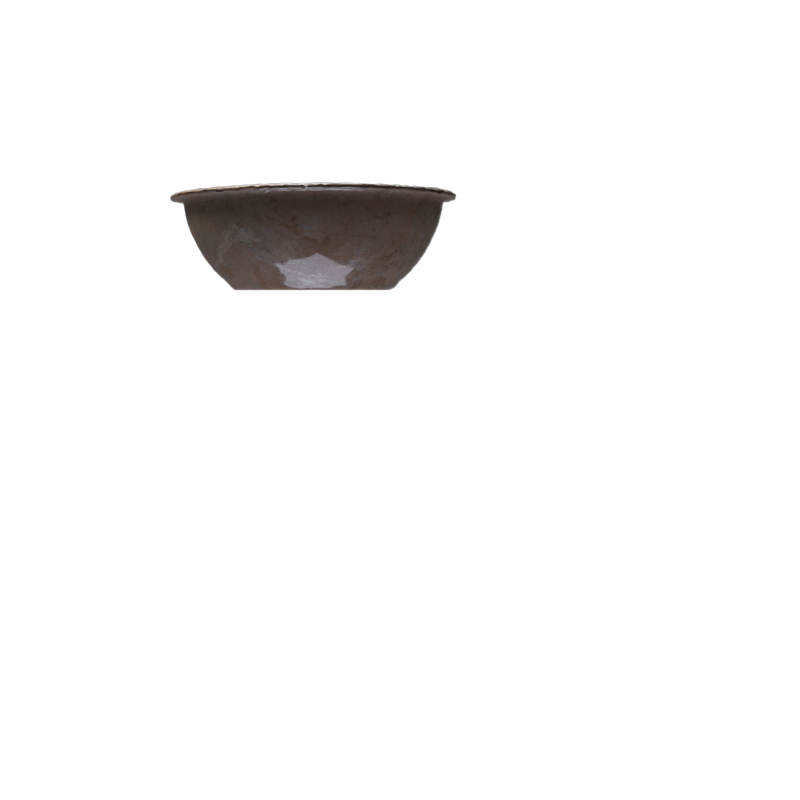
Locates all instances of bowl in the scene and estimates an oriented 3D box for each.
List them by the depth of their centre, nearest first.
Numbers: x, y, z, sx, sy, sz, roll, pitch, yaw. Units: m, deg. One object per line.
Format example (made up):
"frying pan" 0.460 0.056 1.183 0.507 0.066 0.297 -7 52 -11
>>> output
"bowl" -0.049 -0.090 0.630 0.162 0.055 0.163 0 5 -2
